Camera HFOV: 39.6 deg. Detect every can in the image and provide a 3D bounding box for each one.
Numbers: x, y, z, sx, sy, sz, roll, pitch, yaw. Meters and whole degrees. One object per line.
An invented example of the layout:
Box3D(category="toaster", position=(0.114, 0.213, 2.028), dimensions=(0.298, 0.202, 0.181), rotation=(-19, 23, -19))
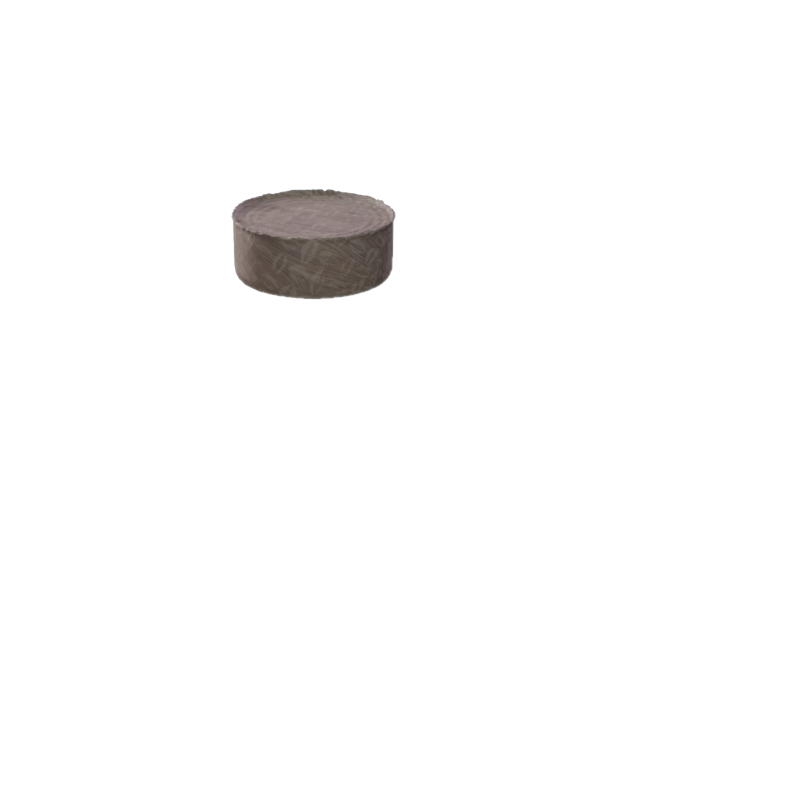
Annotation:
Box3D(category="can", position=(-0.046, -0.084, 0.586), dimensions=(0.086, 0.032, 0.090), rotation=(-1, 25, -2))
